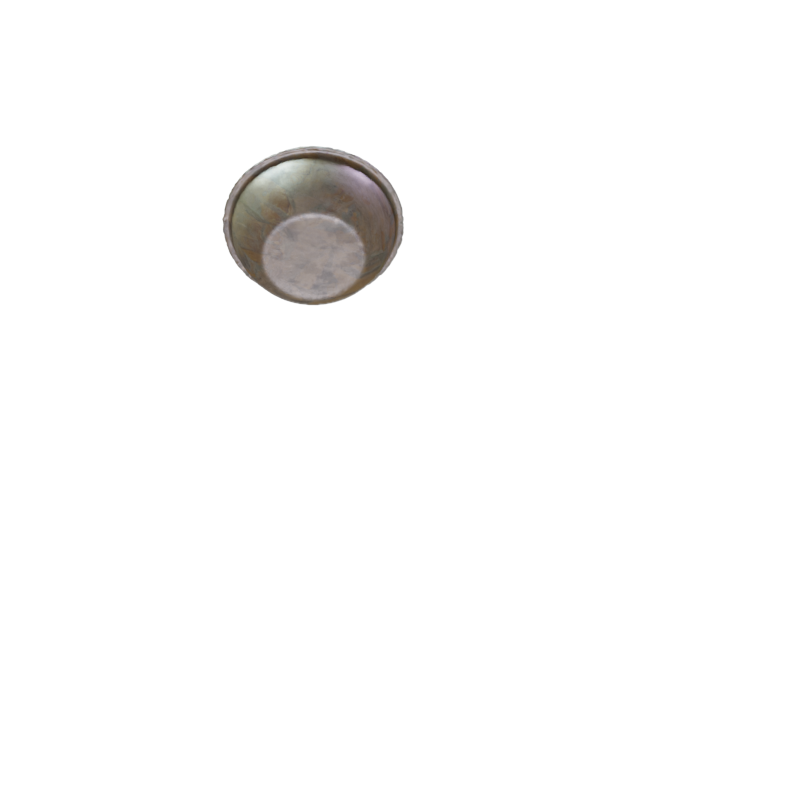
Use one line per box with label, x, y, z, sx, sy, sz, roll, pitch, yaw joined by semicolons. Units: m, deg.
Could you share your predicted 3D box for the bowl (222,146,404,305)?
bowl;-0.076;-0.138;0.969;0.162;0.152;0.059;1;36;-1
